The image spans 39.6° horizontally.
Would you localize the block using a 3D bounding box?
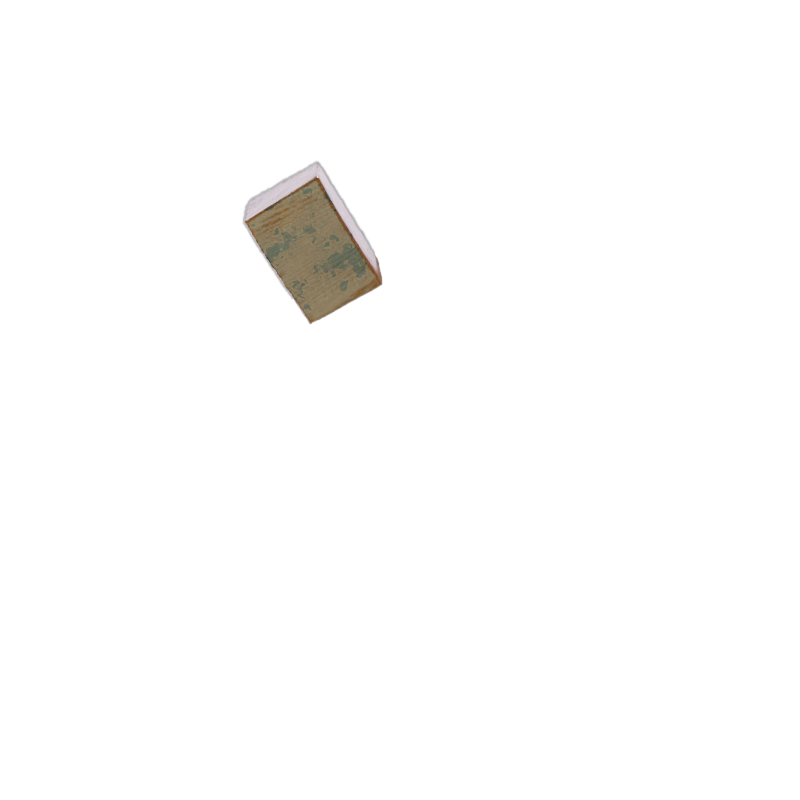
[{"bbox_3d":[-0.053,-0.096,0.674,0.053,0.075,0.053,-29,18,8],"label":"block"}]
